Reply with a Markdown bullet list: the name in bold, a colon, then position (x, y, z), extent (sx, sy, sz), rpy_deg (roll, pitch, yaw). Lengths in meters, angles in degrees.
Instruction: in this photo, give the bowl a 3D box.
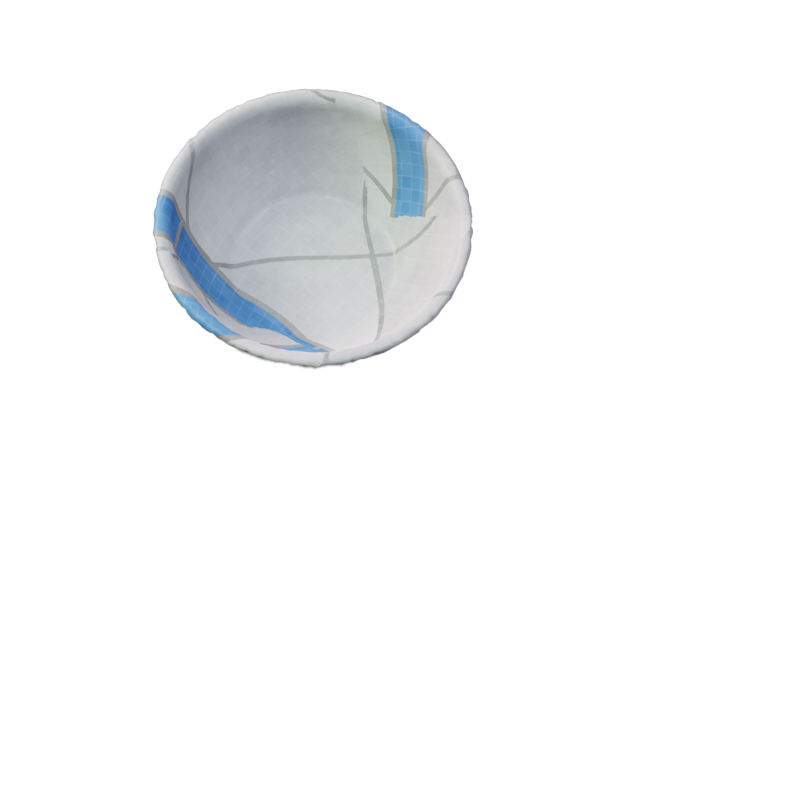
- **bowl**: position (-0.046, -0.083, 0.583), extent (0.162, 0.172, 0.052), rpy_deg (-1, -26, -1)
